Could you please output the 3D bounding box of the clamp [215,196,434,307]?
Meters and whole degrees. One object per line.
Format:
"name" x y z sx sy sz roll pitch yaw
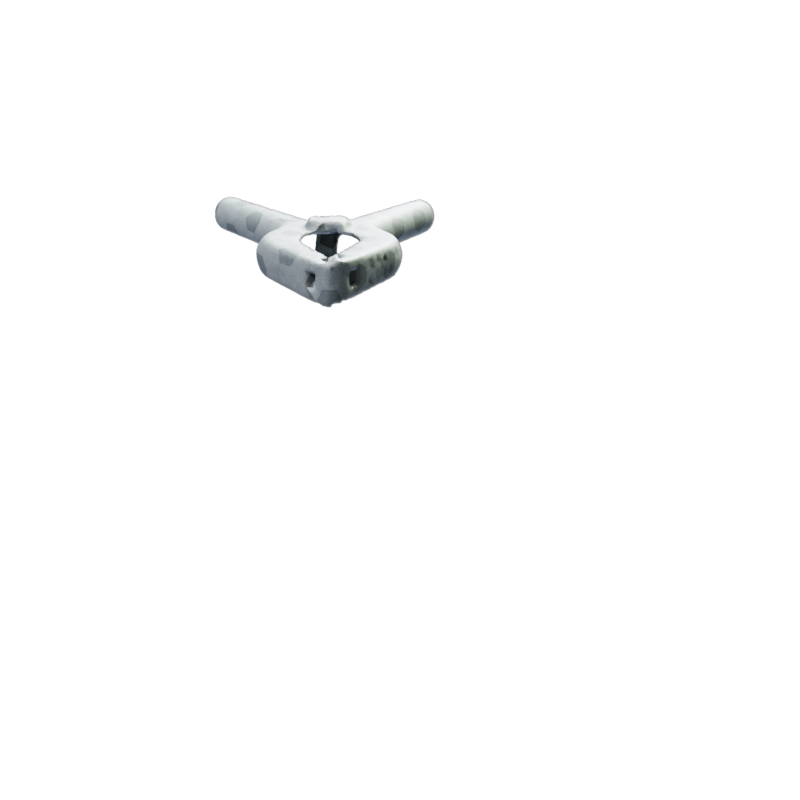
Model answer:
"clamp" -0.059 -0.108 0.758 0.165 0.035 0.217 1 21 3
